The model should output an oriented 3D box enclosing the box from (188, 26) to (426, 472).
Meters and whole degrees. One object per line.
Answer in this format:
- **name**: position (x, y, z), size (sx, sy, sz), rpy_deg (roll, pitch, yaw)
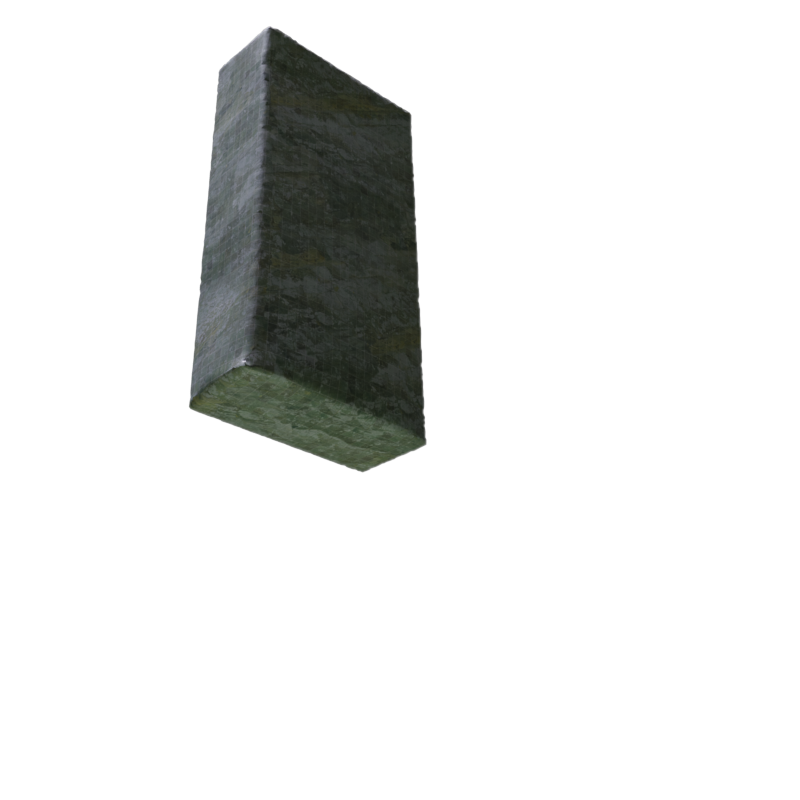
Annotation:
- **box**: position (-0.038, -0.068, 0.479), size (0.088, 0.189, 0.048), rpy_deg (25, -43, -34)
